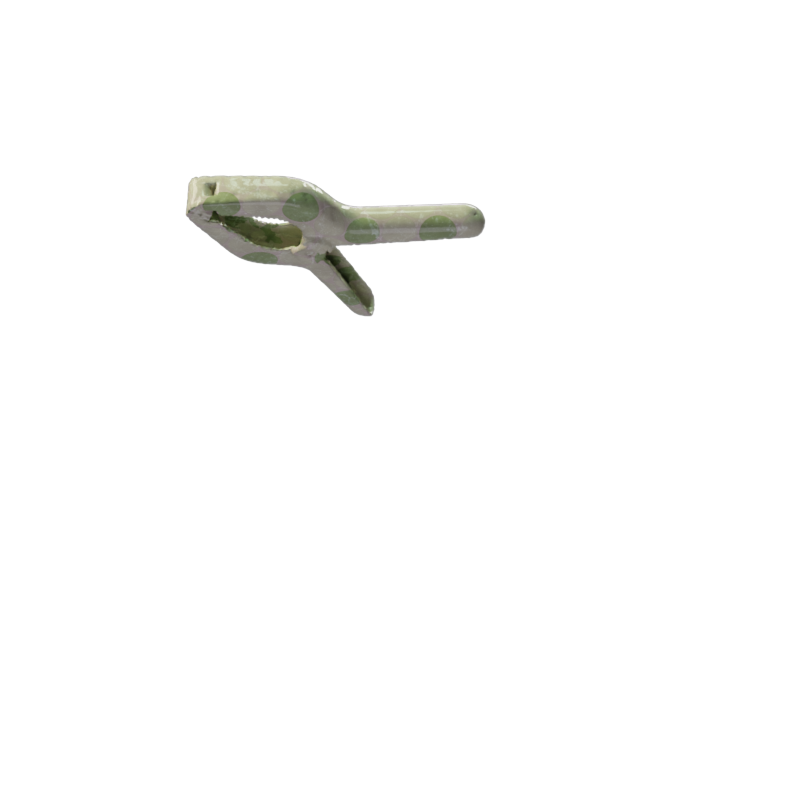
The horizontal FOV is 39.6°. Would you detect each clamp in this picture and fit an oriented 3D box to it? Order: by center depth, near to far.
[{"bbox_3d":[-0.065,-0.119,0.835,0.203,0.039,0.160,11,-28,-21],"label":"clamp"}]
